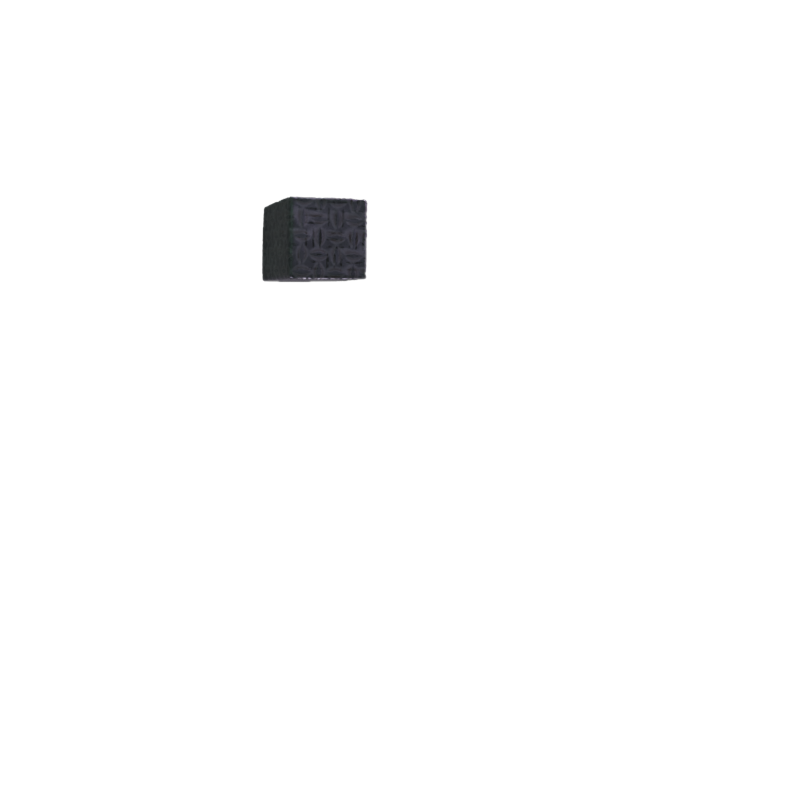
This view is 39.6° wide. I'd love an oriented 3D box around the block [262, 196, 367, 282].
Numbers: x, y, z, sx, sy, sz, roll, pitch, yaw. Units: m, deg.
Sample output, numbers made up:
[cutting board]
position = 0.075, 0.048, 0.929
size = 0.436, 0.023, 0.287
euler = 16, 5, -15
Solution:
[block]
position = -0.057, -0.104, 0.727
size = 0.051, 0.051, 0.080
euler = 0, 2, -19
